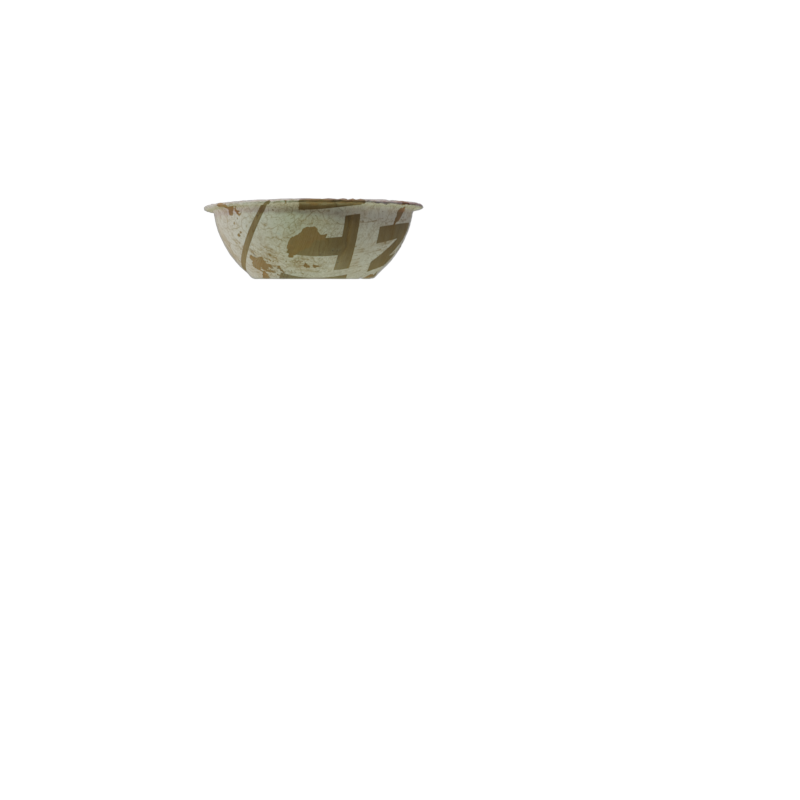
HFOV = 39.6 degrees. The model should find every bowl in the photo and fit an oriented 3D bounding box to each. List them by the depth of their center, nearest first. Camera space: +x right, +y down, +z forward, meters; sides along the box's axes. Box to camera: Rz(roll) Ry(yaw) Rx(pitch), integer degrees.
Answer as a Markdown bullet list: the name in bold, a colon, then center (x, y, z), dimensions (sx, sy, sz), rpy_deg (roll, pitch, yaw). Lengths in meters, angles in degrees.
- **bowl**: center (-0.064, -0.117, 0.819), dimensions (0.162, 0.055, 0.163), rpy_deg (0, 5, -2)
